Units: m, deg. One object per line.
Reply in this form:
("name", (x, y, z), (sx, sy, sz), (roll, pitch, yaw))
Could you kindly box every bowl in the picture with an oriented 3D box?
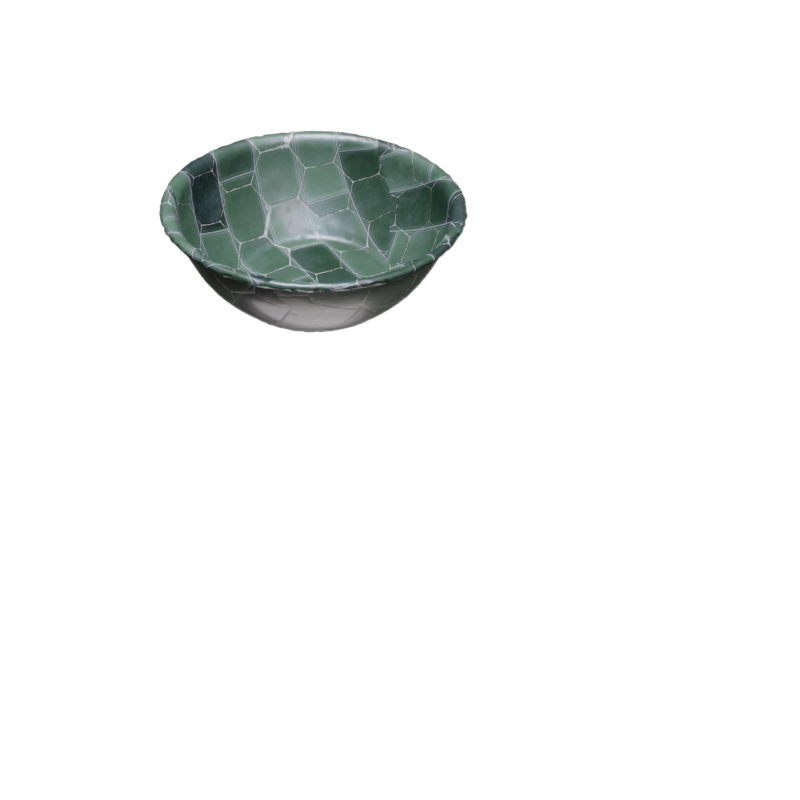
("bowl", (-0.047, -0.086, 0.599), (0.162, 0.051, 0.173), (-1, 38, -2))
